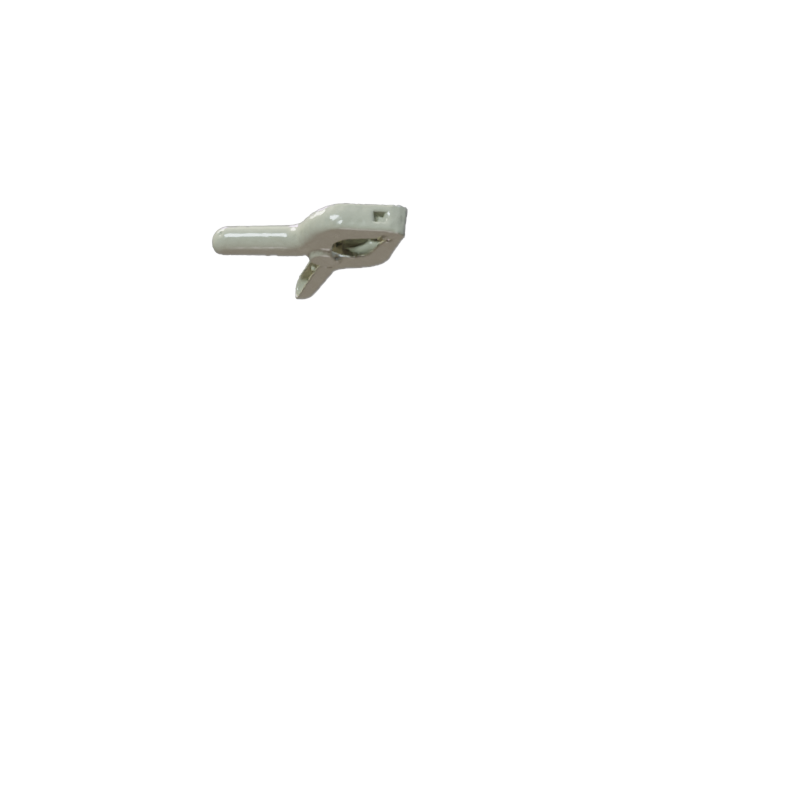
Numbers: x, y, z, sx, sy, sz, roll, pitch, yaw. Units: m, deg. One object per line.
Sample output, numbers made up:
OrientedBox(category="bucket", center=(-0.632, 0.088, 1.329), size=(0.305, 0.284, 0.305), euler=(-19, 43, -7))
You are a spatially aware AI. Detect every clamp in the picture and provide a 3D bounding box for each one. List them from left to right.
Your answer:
OrientedBox(category="clamp", center=(-0.073, -0.133, 0.931), size=(0.113, 0.041, 0.173), euler=(17, -26, -40))
